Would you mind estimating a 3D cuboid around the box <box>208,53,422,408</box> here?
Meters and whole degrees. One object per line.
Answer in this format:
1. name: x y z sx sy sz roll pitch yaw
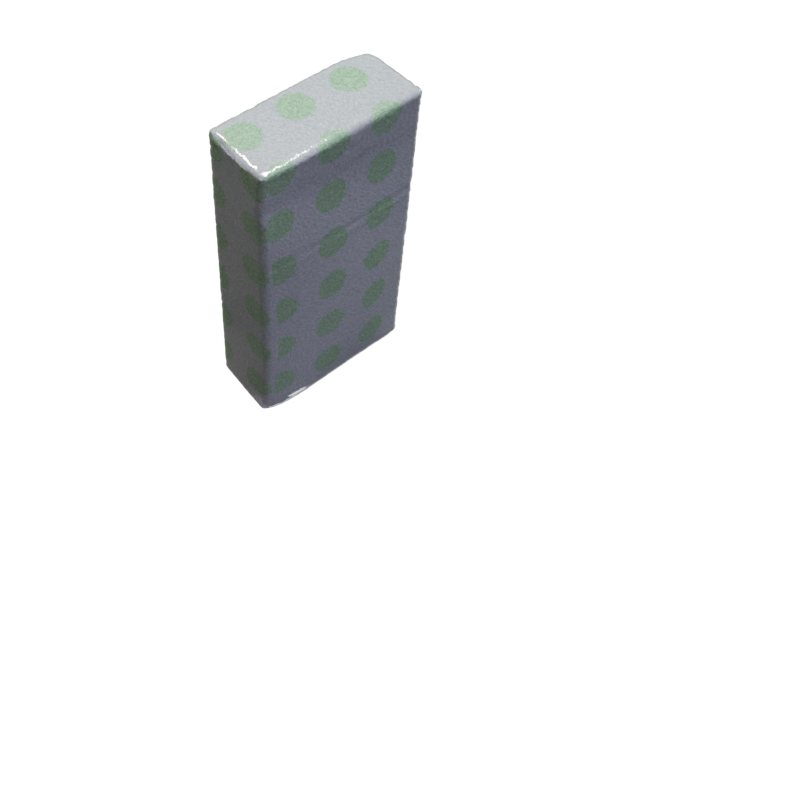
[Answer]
1. box: -0.043 -0.078 0.544 0.094 0.164 0.051 -34 60 -27
